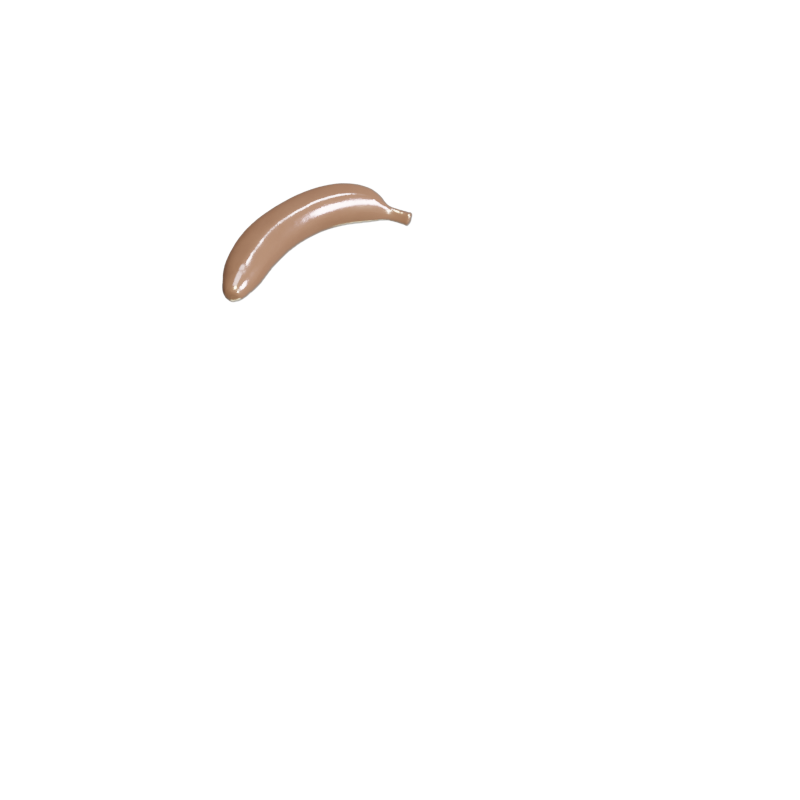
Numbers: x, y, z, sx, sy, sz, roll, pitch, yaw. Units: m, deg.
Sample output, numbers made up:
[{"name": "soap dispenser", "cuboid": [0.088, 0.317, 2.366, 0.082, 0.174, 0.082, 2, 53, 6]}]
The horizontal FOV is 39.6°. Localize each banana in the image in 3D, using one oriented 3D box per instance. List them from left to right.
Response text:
[{"name": "banana", "cuboid": [-0.081, -0.141, 0.923, 0.197, 0.034, 0.074, -30, 48, -32]}]
